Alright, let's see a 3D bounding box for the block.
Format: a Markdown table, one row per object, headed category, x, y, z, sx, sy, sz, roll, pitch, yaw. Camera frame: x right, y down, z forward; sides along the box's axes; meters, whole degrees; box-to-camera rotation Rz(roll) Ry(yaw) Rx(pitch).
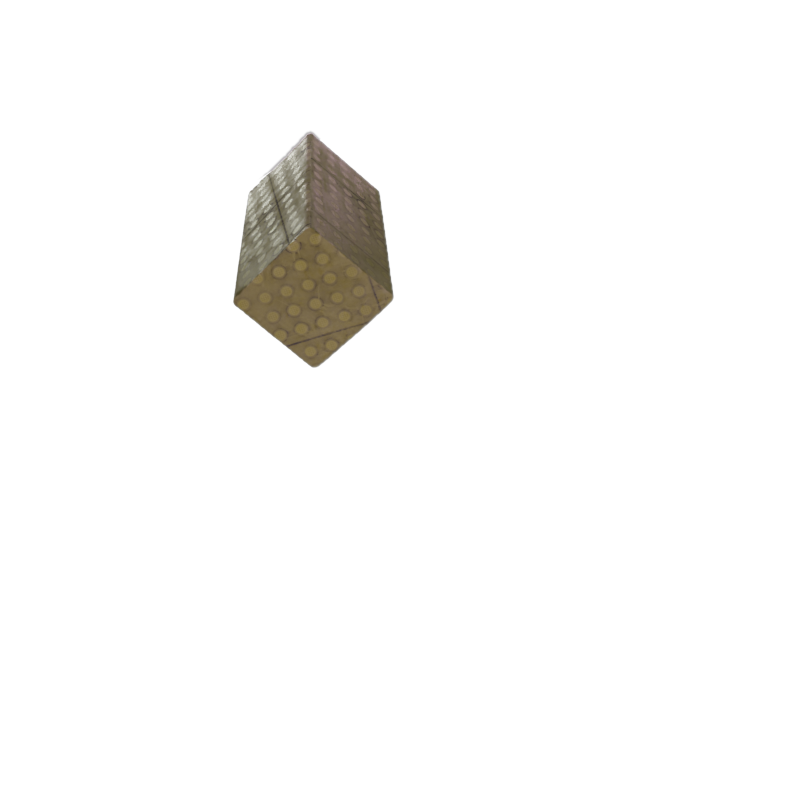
| category | x | y | z | sx | sy | sz | roll | pitch | yaw |
| --- | --- | --- | --- | --- | --- | --- | --- | --- | --- |
| block | -0.073 | -0.132 | 0.927 | 0.086 | 0.089 | 0.219 | 39 | 21 | -23 |
